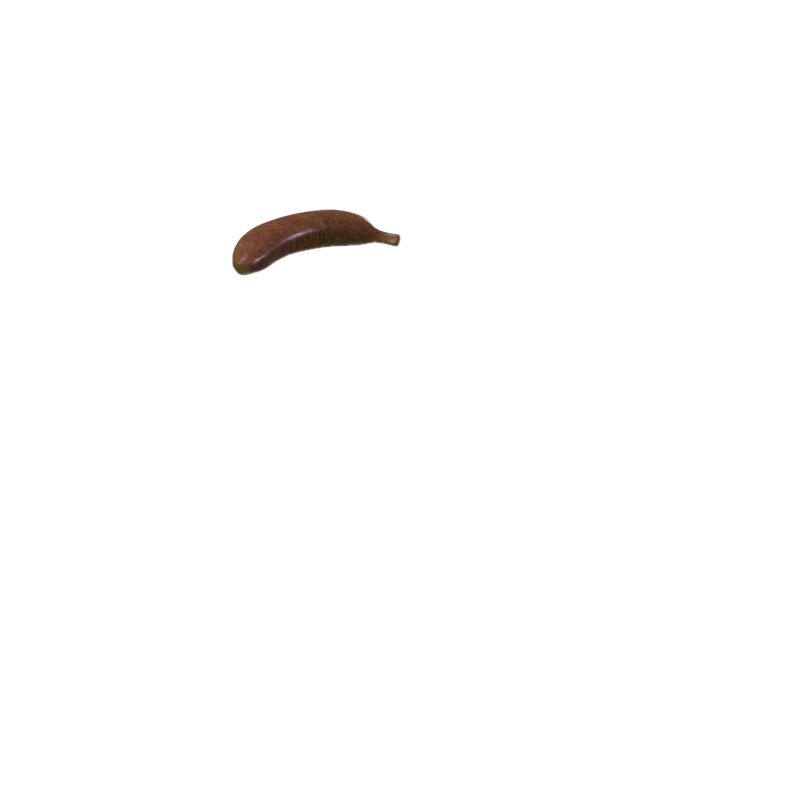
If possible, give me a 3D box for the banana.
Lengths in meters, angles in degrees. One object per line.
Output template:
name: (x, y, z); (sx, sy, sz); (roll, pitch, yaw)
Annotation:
banana: (-0.088, -0.147, 1.004); (0.074, 0.035, 0.194); (18, 27, 41)
